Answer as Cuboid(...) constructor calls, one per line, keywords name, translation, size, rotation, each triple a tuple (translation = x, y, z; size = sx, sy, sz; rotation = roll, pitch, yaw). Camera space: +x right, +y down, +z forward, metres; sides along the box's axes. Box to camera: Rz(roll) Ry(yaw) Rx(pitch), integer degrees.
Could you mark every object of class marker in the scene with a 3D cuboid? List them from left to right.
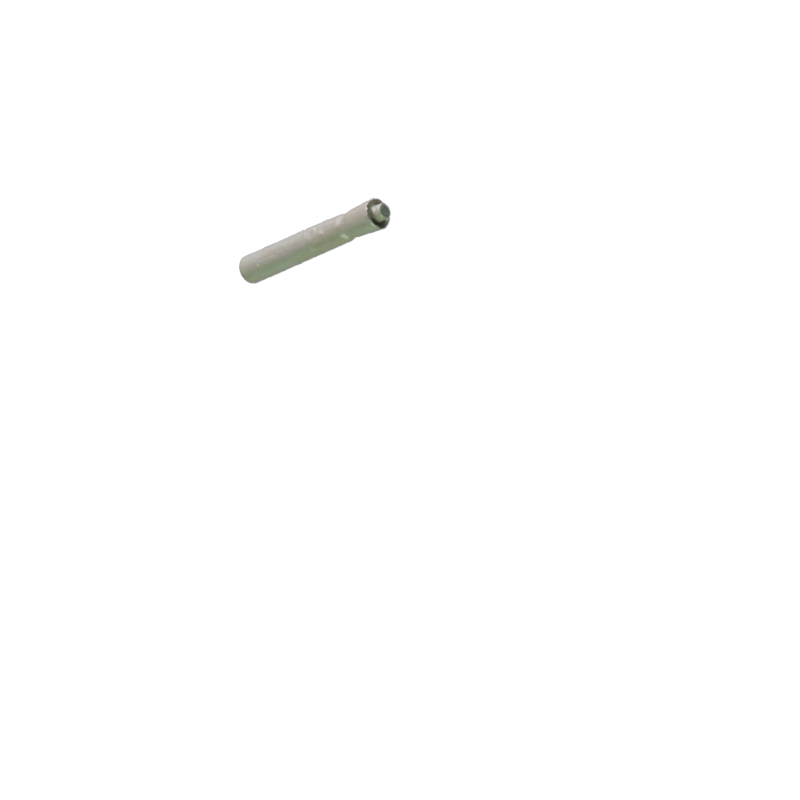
Cuboid(name="marker", translation=(-0.052, -0.095, 0.664), size=(0.122, 0.020, 0.019), rotation=(-16, -8, 42))
